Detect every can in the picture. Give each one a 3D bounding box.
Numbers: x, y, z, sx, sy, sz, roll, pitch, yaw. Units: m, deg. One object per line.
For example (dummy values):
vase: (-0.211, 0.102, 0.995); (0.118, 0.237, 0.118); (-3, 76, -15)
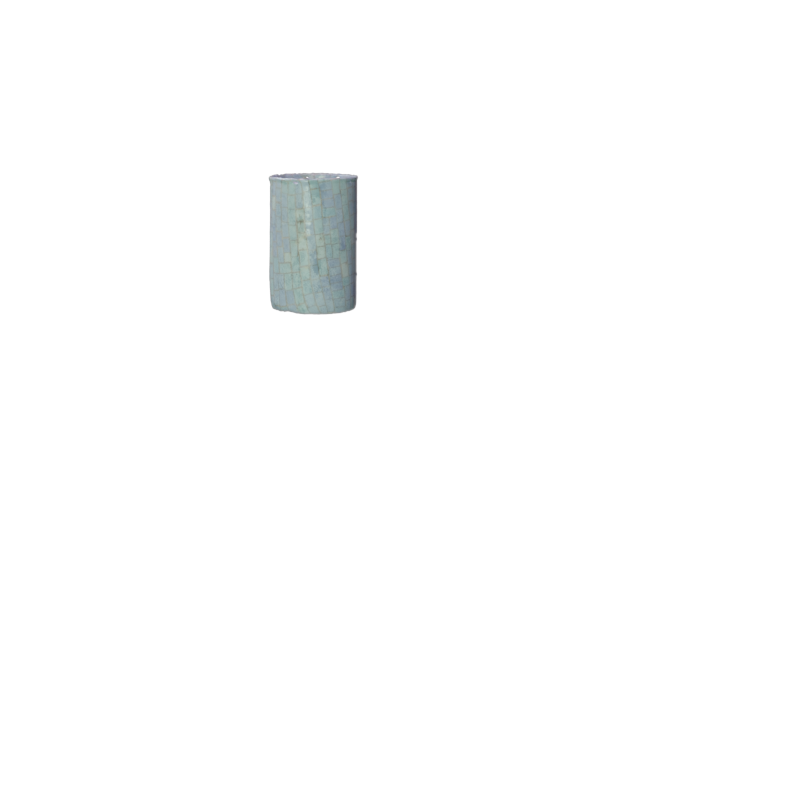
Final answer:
can: (-0.067, -0.121, 0.850); (0.068, 0.100, 0.070); (0, 9, -2)
